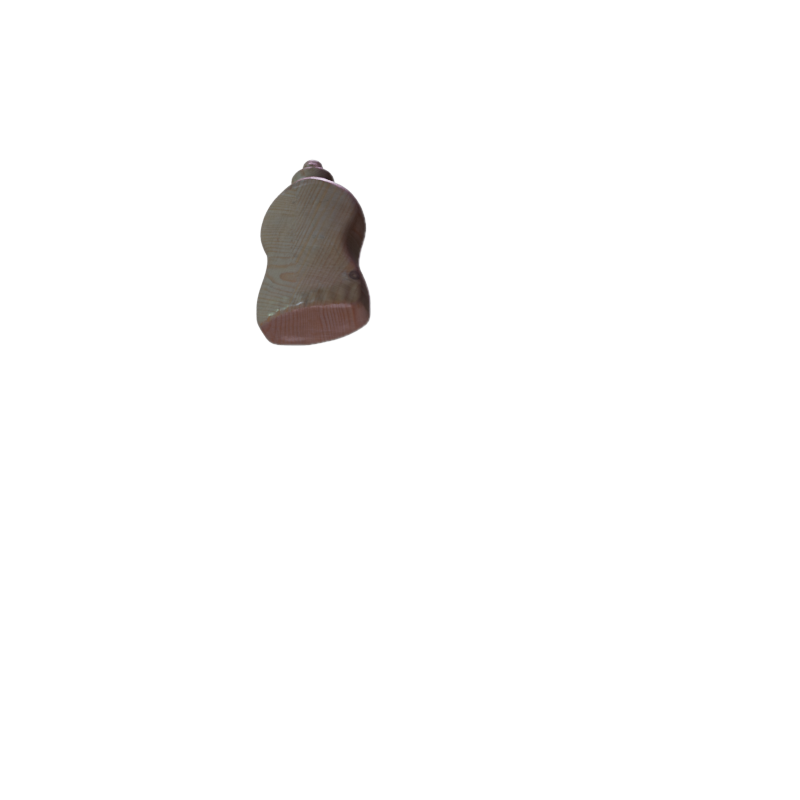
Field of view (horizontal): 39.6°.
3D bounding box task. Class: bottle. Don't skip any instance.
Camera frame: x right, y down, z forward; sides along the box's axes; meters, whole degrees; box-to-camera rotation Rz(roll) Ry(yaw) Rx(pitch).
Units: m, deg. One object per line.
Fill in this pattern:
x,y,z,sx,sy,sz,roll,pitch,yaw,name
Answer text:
-0.078,-0.143,0.998,0.097,0.206,0.054,-14,-39,14,bottle
